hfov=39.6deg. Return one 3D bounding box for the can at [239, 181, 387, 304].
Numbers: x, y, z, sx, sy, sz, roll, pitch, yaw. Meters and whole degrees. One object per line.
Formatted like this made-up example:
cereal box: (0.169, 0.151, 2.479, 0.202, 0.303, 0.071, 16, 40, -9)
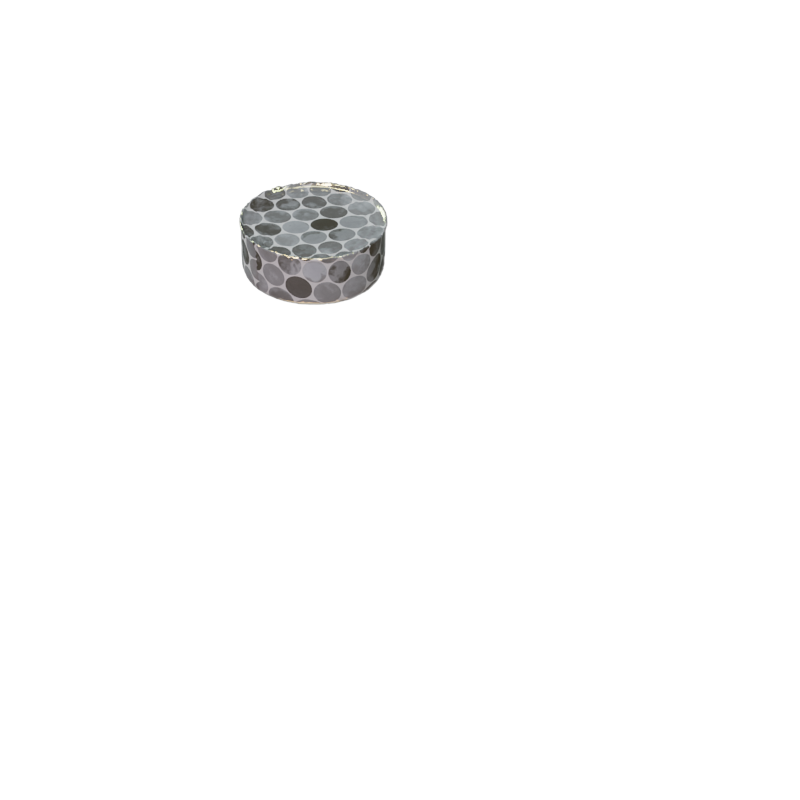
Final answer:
can: (-0.051, -0.093, 0.649, 0.086, 0.031, 0.092, -1, 38, -2)
